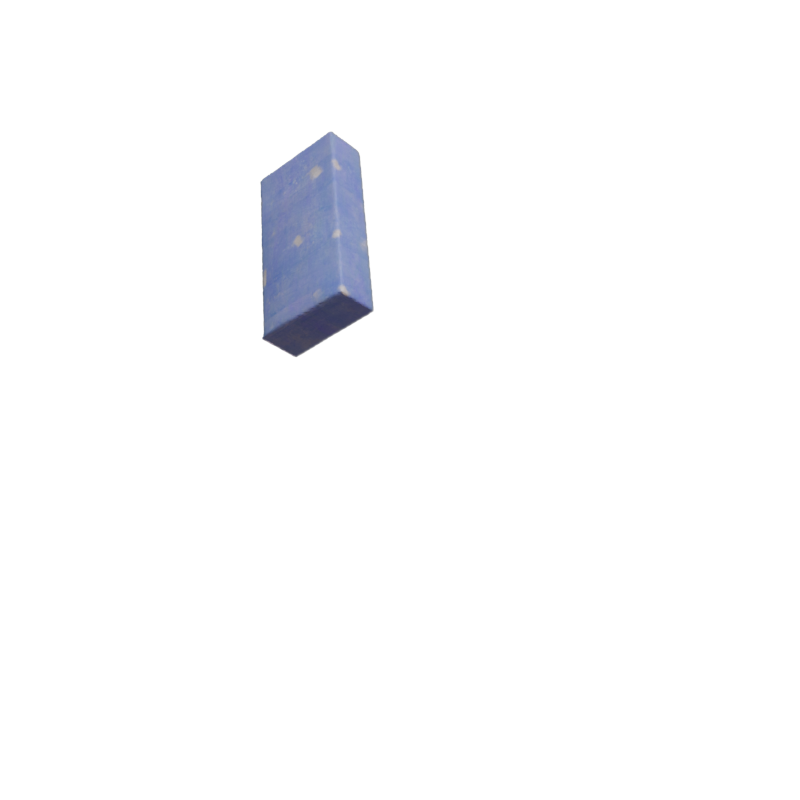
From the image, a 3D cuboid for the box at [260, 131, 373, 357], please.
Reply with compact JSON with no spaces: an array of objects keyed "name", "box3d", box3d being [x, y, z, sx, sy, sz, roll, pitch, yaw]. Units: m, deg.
[{"name":"box","box3d":[-0.073,-0.134,0.940,0.093,0.189,0.045,-29,-44,31]}]
